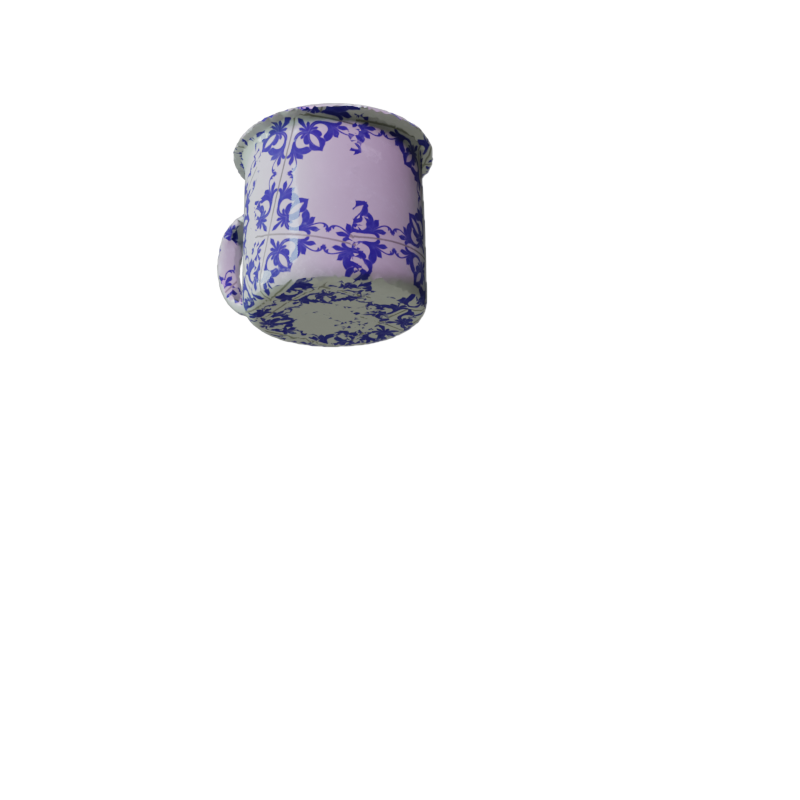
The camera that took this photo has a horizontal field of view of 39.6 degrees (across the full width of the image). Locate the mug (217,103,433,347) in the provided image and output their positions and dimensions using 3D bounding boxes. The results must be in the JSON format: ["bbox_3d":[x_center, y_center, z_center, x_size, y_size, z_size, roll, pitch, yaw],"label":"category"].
[{"bbox_3d":[-0.040,-0.072,0.507,0.119,0.086,0.087,-15,-26,33],"label":"mug"}]
